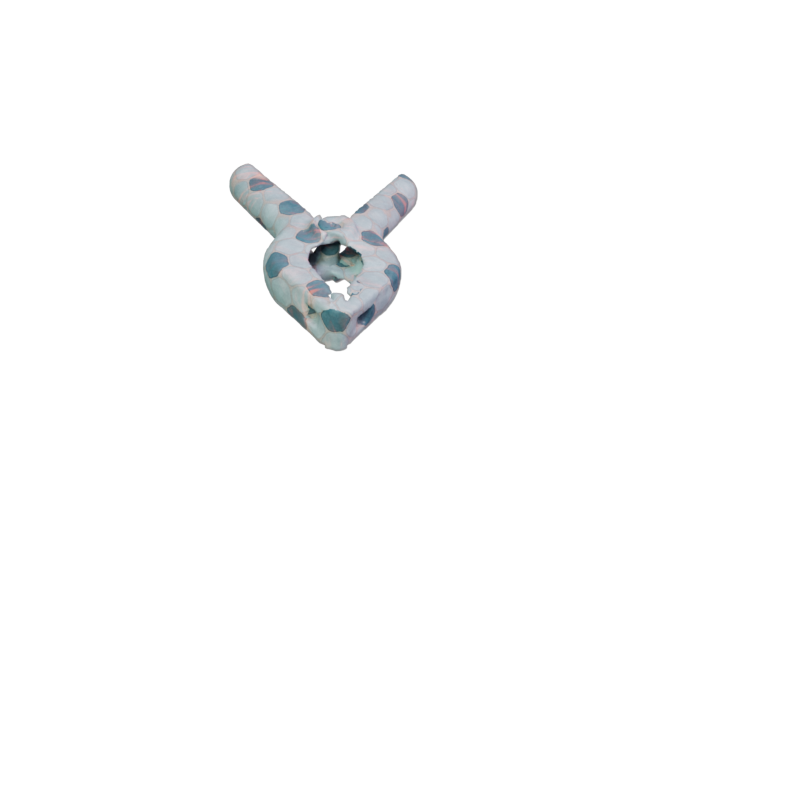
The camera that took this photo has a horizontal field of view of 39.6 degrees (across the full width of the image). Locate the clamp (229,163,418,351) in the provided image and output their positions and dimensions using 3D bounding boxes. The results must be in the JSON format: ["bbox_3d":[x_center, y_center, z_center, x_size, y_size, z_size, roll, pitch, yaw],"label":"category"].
[{"bbox_3d":[-0.052,-0.094,0.658,0.121,0.037,0.182,2,35,3],"label":"clamp"}]
